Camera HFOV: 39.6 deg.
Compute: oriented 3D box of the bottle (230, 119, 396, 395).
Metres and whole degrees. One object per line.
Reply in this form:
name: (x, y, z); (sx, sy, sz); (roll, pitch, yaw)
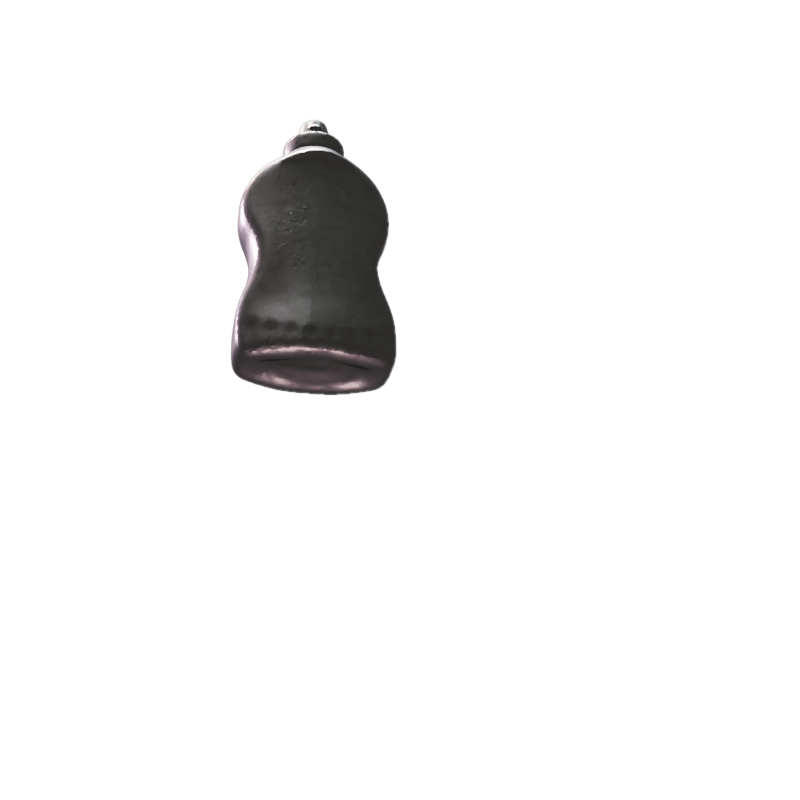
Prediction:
bottle: (-0.055, -0.100, 0.699); (0.095, 0.205, 0.055); (3, -34, -8)
